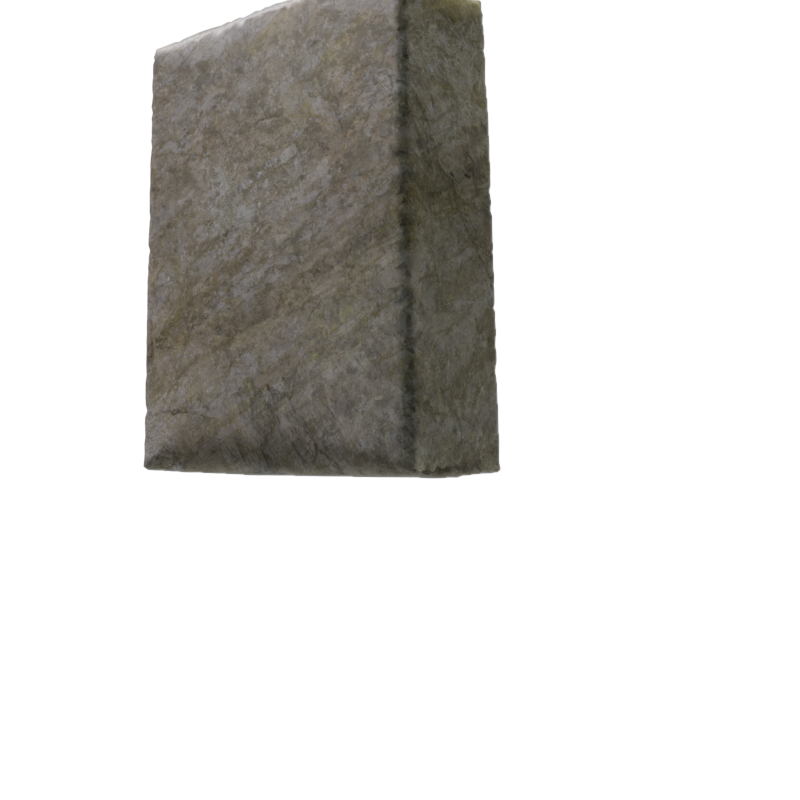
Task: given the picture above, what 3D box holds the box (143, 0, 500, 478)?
[{"bbox_3d":[-0.040,-0.074,0.517,0.169,0.219,0.068,-7,-12,39],"label":"box"}]
